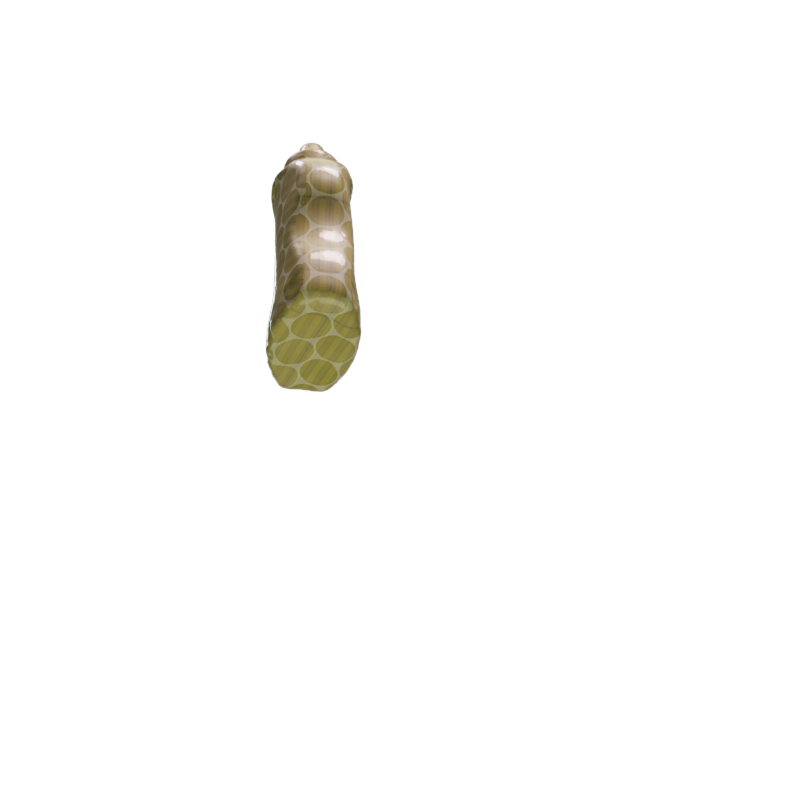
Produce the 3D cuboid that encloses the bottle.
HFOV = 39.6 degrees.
[{"bbox_3d":[-0.059,-0.108,0.753,0.058,0.206,0.090,4,-42,-9],"label":"bottle"}]
